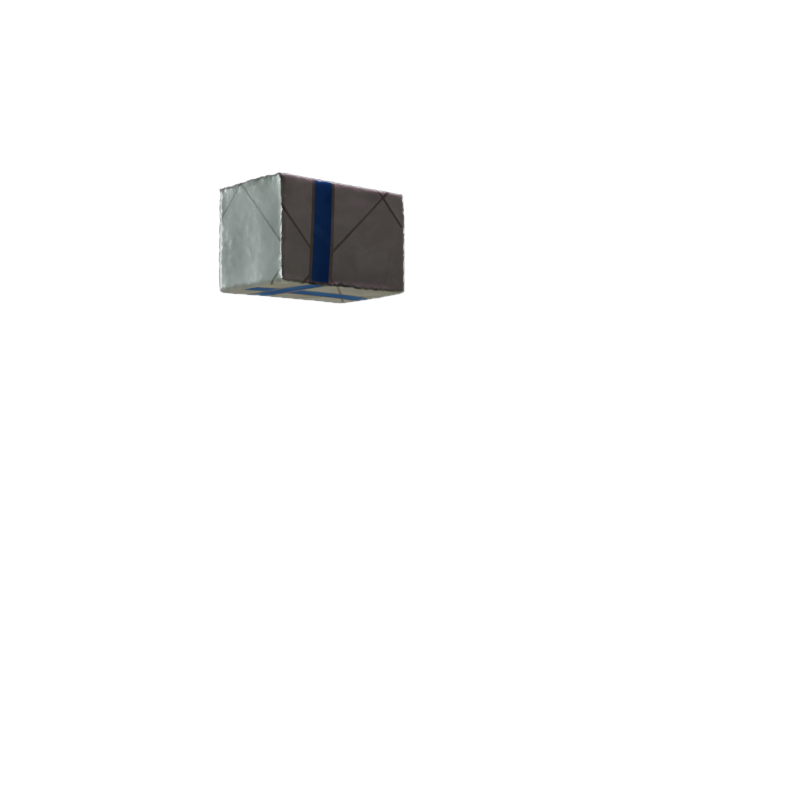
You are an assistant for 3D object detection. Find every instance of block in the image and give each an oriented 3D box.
[{"bbox_3d":[-0.042,-0.077,0.540,0.074,0.052,0.054,4,-7,-41],"label":"block"}]
